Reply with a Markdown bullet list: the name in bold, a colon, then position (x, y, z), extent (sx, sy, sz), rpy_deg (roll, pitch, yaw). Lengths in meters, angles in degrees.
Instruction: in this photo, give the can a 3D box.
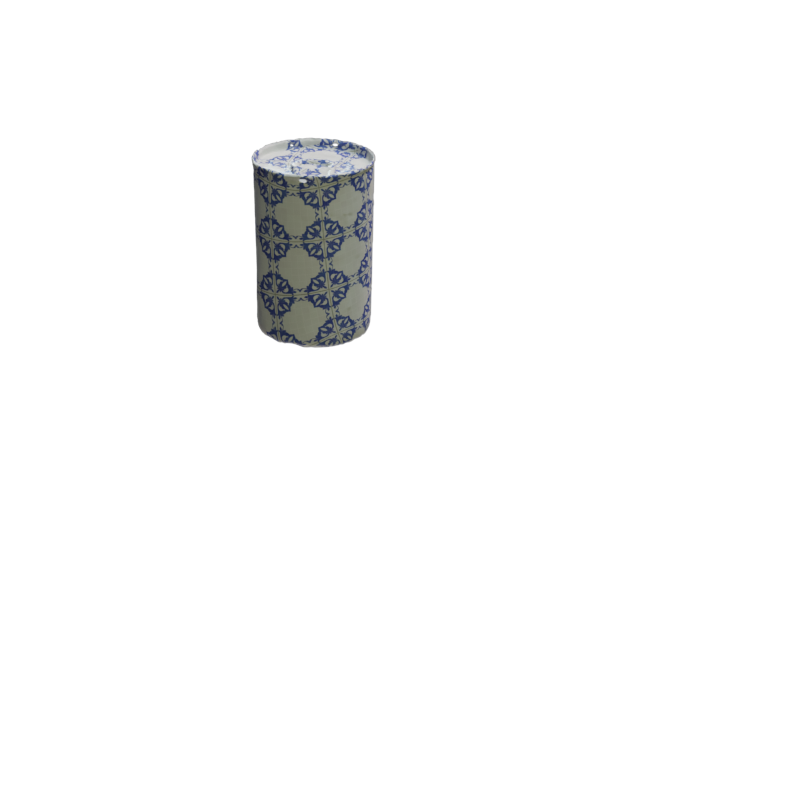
- **can**: position (-0.049, -0.089, 0.625), extent (0.068, 0.097, 0.072), rpy_deg (0, 25, -2)
